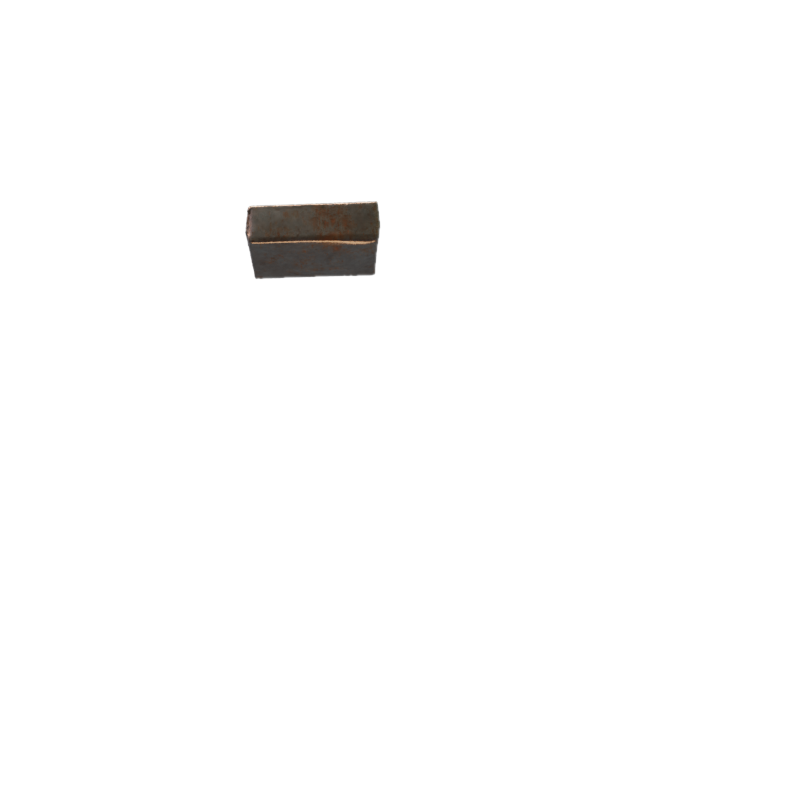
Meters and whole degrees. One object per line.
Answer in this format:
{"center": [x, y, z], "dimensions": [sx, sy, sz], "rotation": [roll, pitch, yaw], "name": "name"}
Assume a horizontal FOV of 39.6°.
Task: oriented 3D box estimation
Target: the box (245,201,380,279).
{"center": [-0.076, -0.138, 0.969], "dimensions": [0.113, 0.041, 0.086], "rotation": [0, -15, -1], "name": "box"}
